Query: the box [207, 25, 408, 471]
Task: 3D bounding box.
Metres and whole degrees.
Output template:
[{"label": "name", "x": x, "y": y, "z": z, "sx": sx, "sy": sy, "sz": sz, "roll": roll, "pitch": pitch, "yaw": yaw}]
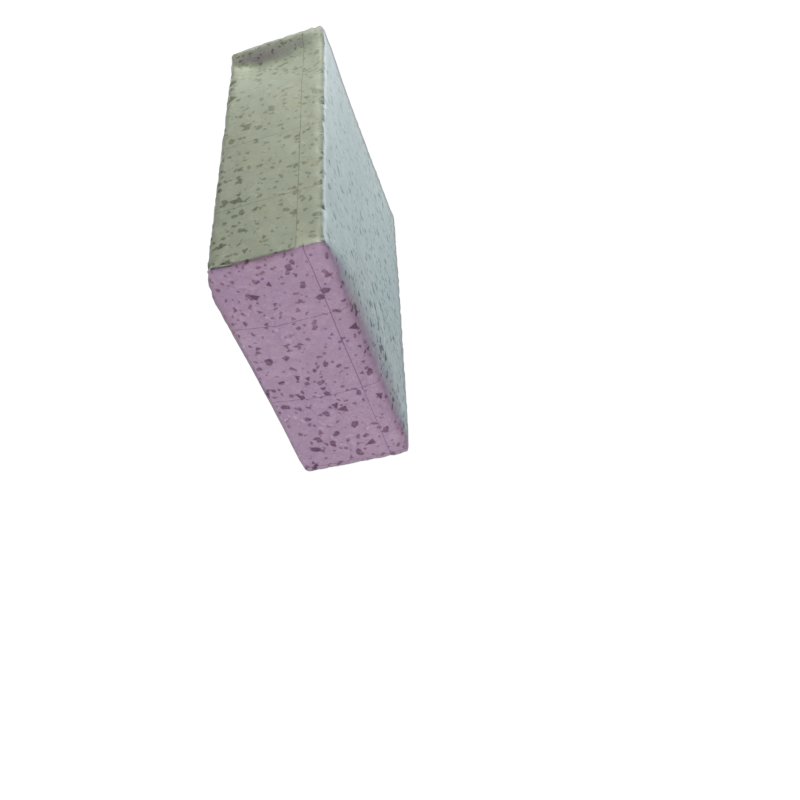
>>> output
[{"label": "box", "x": -0.052, "y": -0.094, "z": 0.662, "sx": 0.072, "sy": 0.230, "sz": 0.151, "roll": -14, "pitch": -47, "yaw": 9}]
